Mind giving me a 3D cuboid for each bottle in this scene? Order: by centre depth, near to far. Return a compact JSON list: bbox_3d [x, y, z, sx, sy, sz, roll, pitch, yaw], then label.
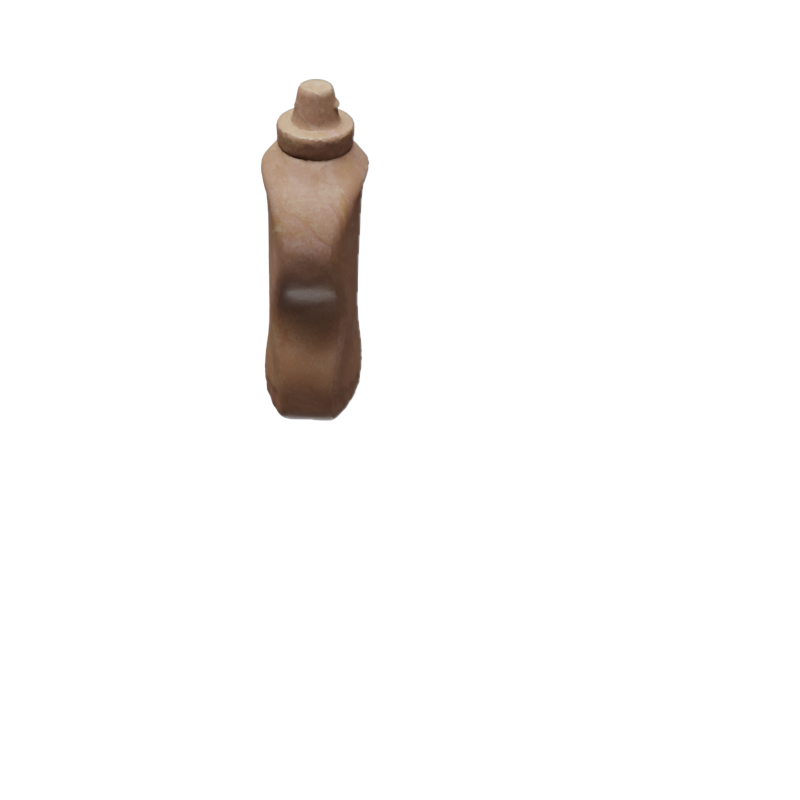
[{"bbox_3d":[-0.048,-0.089,0.620,0.059,0.179,0.102,4,36,1],"label":"bottle"}]
